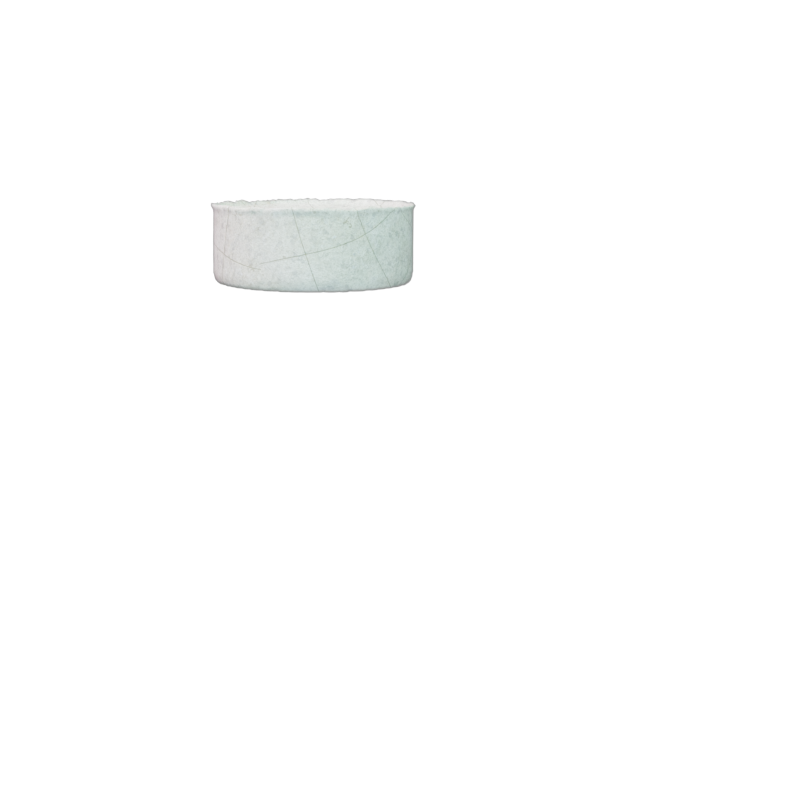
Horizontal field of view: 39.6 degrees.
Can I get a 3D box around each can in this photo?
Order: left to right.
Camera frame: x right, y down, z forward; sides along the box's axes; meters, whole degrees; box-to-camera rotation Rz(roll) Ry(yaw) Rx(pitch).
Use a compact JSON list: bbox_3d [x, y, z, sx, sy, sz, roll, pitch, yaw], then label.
[{"bbox_3d":[-0.037,-0.067,0.468,0.086,0.033,0.088,0,12,-2],"label":"can"}]
